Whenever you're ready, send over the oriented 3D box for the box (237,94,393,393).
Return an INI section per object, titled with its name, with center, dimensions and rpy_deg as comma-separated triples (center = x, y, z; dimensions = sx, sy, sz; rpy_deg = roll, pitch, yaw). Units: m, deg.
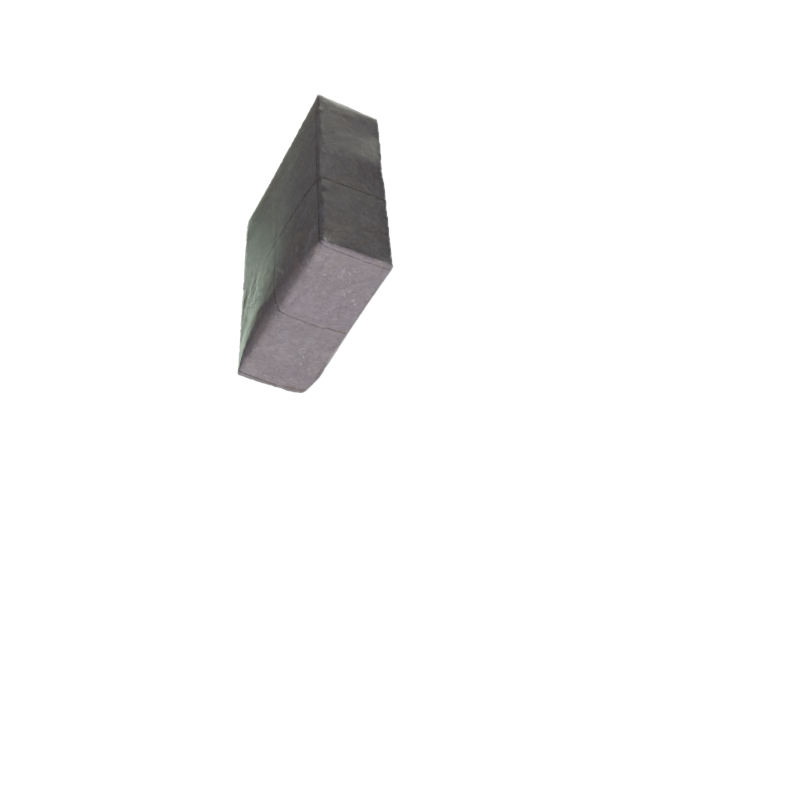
[box]
center = -0.076, -0.138, 0.969
dimensions = 0.069, 0.229, 0.158
rpy_deg = 20, -51, -21
